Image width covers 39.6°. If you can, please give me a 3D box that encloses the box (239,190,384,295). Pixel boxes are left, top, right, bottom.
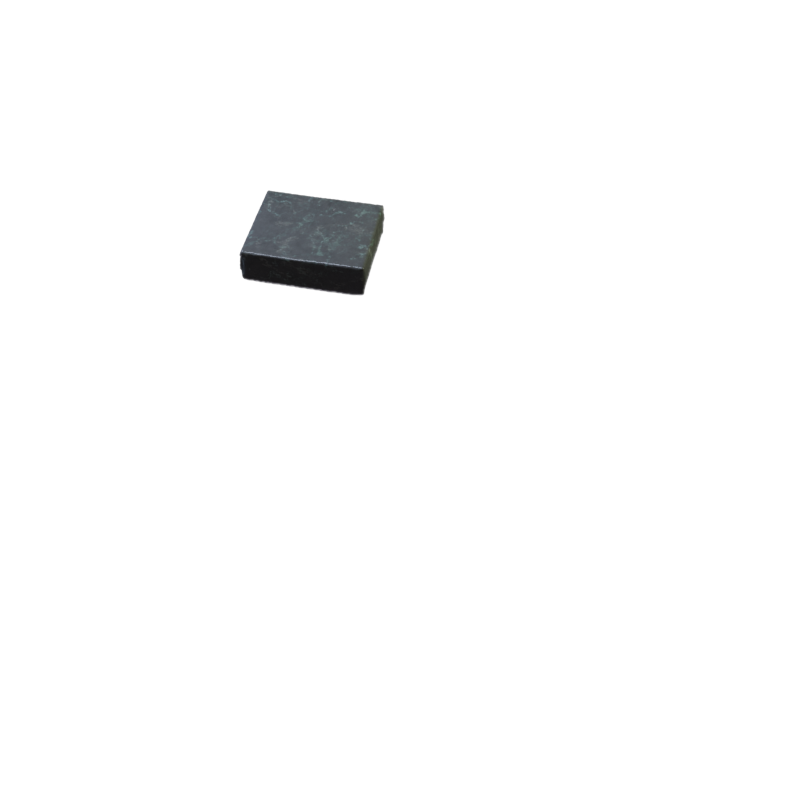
[{"bbox_3d":[-0.078,-0.141,0.990,0.115,0.095,0.036,9,-43,8],"label":"box"}]
